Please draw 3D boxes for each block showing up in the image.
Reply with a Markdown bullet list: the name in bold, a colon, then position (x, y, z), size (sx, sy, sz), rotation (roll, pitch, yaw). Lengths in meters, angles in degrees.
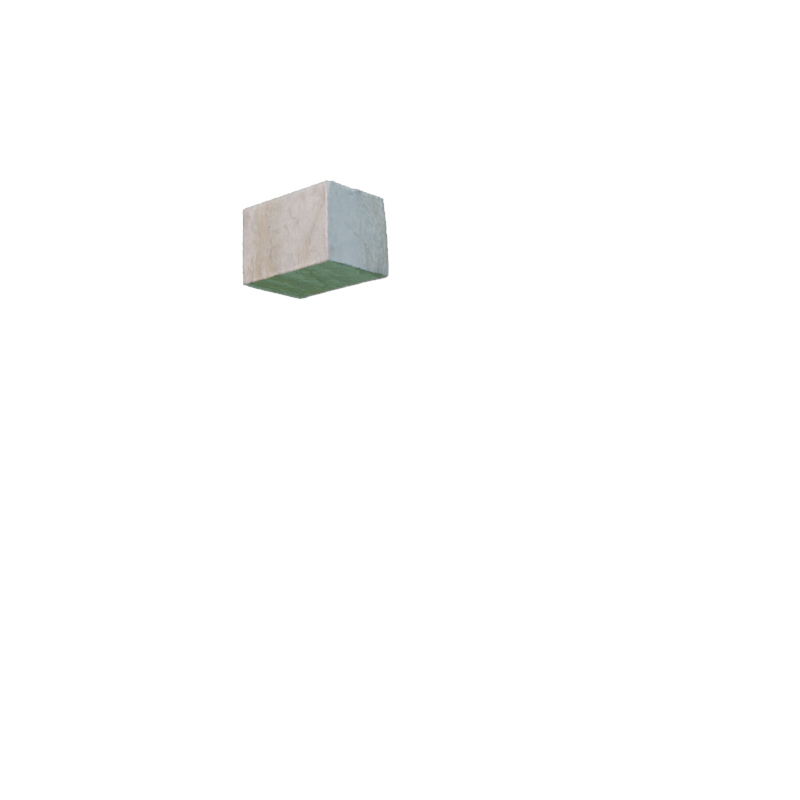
- **block**: position (-0.053, -0.097, 0.680), size (0.080, 0.053, 0.050), rotation (-10, -16, 41)
